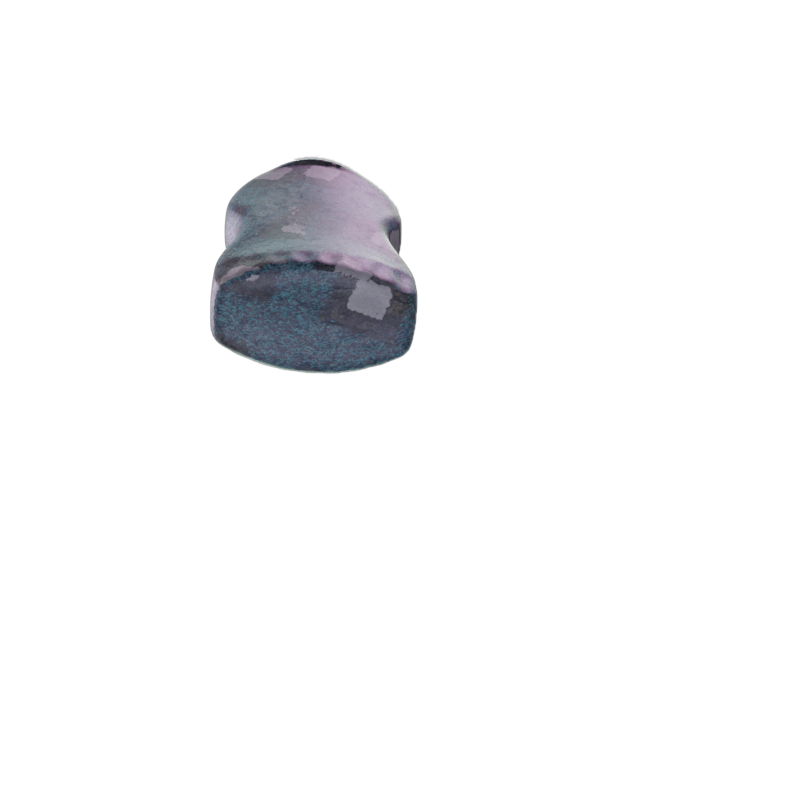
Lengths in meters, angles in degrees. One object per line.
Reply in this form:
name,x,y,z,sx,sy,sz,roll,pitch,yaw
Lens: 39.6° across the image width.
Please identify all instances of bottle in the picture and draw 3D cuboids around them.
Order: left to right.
bottle,-0.046,-0.085,0.591,0.096,0.055,0.203,1,29,-4
